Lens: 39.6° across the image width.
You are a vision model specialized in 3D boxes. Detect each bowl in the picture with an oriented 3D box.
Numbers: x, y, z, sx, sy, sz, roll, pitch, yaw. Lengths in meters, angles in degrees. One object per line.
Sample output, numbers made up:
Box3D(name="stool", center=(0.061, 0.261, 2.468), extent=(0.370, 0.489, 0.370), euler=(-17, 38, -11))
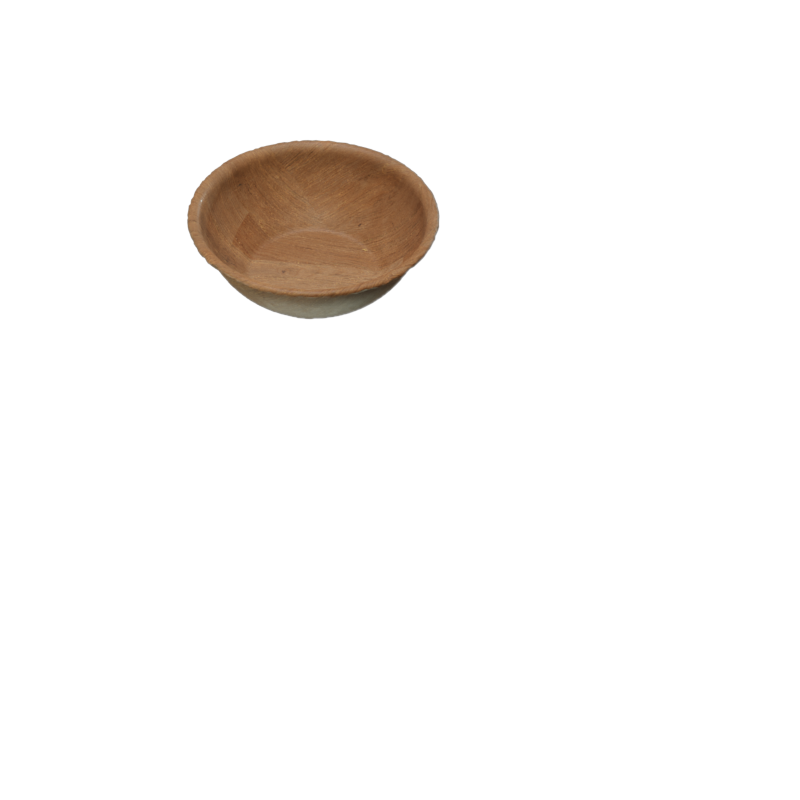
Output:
Box3D(name="bowl", center=(-0.057, -0.104, 0.728), extent=(0.162, 0.051, 0.174), euler=(-1, 45, -1))
